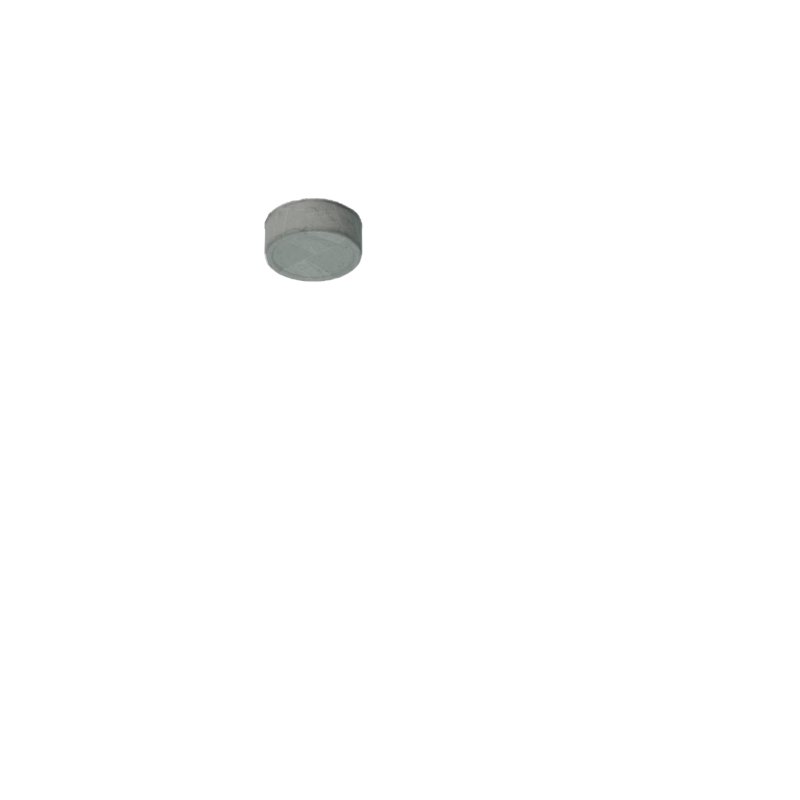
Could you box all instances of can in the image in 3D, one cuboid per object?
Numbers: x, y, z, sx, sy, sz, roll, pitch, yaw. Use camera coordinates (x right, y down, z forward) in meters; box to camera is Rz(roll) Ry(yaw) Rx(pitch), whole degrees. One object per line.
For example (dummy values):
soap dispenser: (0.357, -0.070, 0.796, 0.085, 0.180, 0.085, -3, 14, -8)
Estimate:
can: (-0.075, -0.137, 0.960, 0.086, 0.036, 0.081, 1, -27, -2)
